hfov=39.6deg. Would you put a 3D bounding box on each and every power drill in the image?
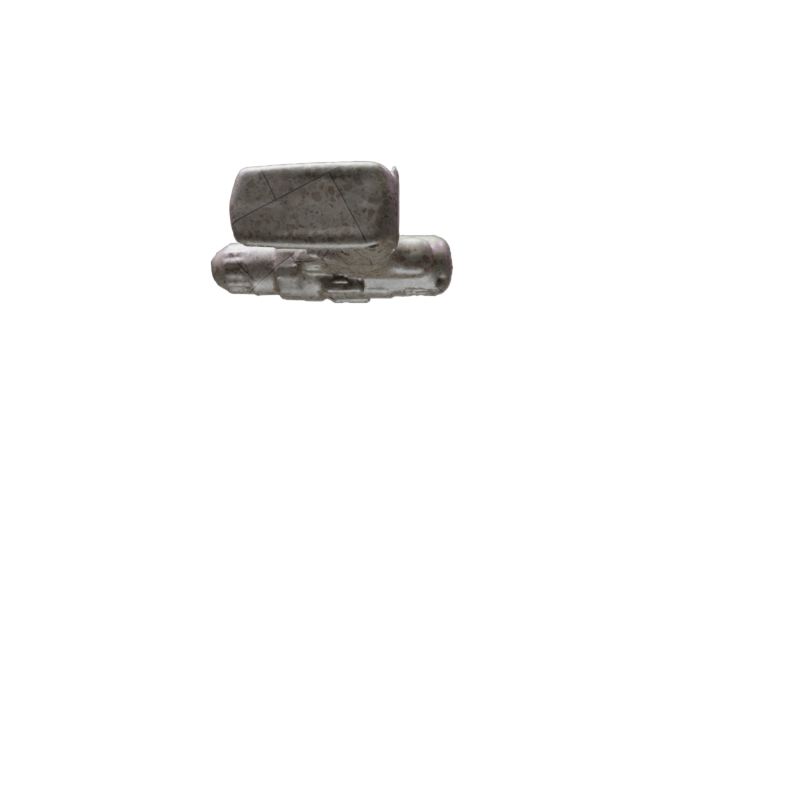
[{"bbox_3d":[-0.061,-0.111,0.774,0.186,0.059,0.181,-1,-7,8],"label":"power drill"}]
